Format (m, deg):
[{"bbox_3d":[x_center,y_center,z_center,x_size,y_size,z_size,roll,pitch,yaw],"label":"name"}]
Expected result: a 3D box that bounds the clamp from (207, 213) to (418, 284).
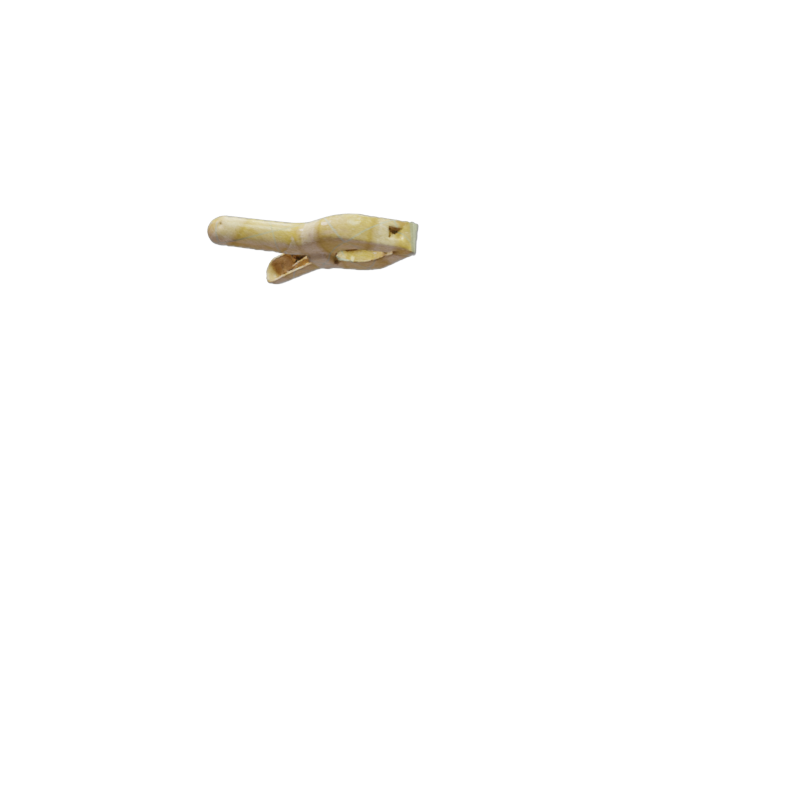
[{"bbox_3d":[-0.073,-0.132,0.927,0.176,0.041,0.113,-6,-12,31],"label":"clamp"}]
